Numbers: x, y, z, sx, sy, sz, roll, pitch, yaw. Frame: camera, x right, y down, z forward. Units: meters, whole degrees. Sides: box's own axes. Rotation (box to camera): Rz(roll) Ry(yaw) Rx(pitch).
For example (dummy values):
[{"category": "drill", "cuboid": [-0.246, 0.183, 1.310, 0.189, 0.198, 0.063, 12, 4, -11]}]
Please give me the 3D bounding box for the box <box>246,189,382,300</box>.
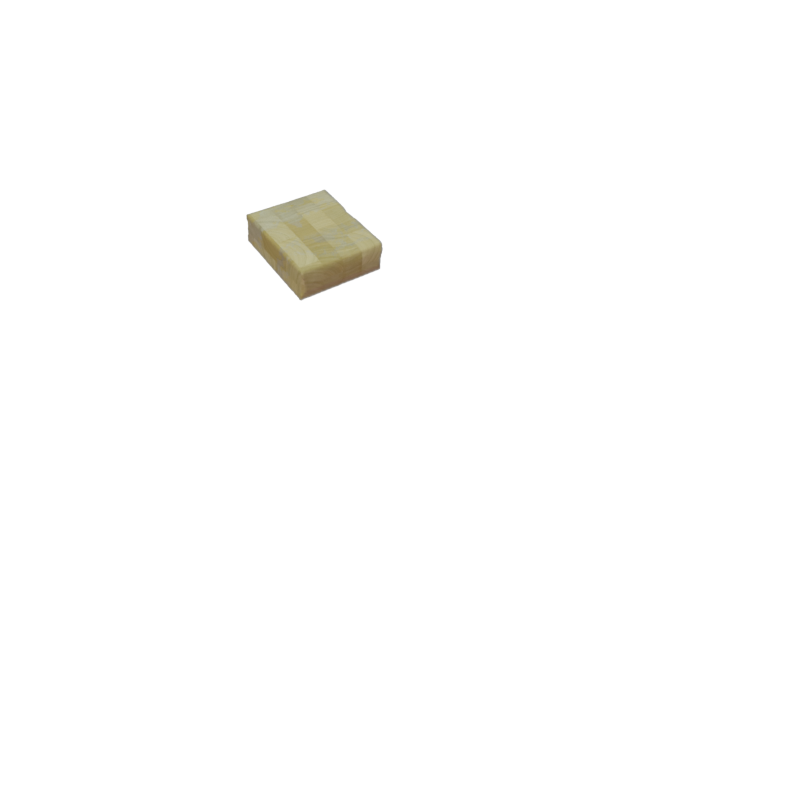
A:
[{"category": "box", "cuboid": [-0.068, -0.124, 0.866, 0.072, 0.028, 0.096, -22, 46, -23]}]
